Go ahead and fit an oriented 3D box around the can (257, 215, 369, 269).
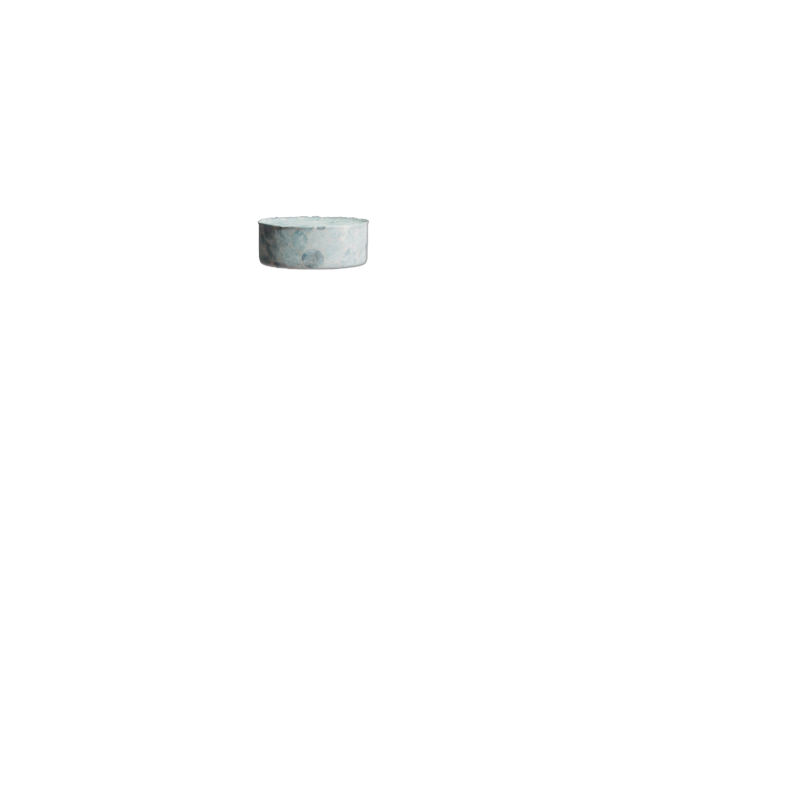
[{"bbox_3d":[-0.067,-0.122,0.857,0.086,0.033,0.088,0,13,-2],"label":"can"}]
